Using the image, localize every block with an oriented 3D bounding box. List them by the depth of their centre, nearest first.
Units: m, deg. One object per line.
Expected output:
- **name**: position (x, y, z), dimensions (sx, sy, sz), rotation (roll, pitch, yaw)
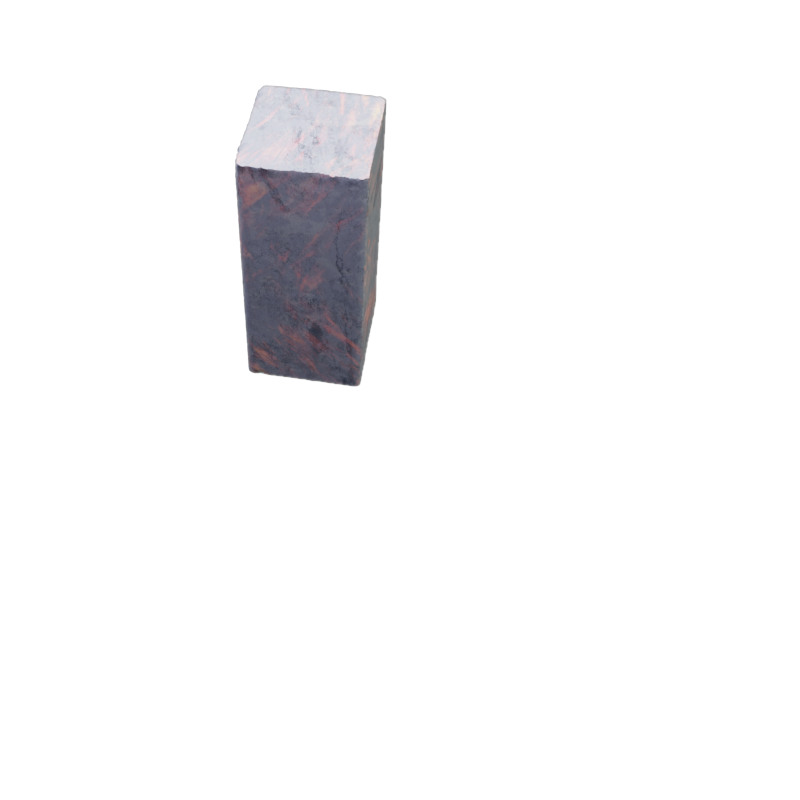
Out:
- **block**: position (-0.063, -0.115, 0.801), dimensions (0.091, 0.096, 0.192), rotation (8, -42, 3)
